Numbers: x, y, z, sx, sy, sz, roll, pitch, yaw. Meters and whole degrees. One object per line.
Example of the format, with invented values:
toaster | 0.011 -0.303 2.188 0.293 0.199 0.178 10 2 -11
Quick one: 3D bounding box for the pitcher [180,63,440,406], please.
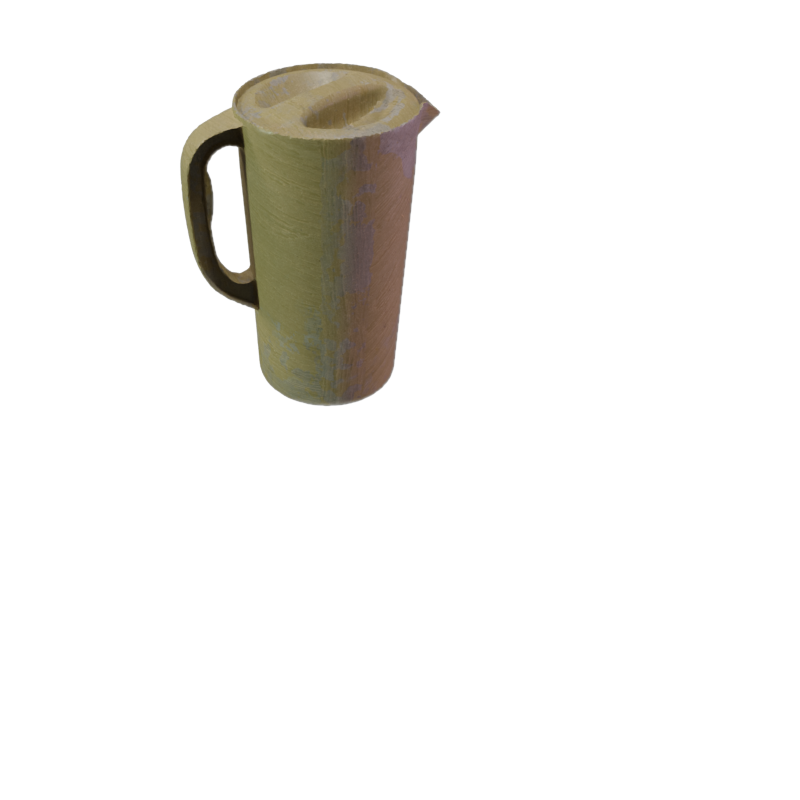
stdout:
pitcher | -0.065 -0.118 0.826 0.155 0.228 0.149 15 36 19
